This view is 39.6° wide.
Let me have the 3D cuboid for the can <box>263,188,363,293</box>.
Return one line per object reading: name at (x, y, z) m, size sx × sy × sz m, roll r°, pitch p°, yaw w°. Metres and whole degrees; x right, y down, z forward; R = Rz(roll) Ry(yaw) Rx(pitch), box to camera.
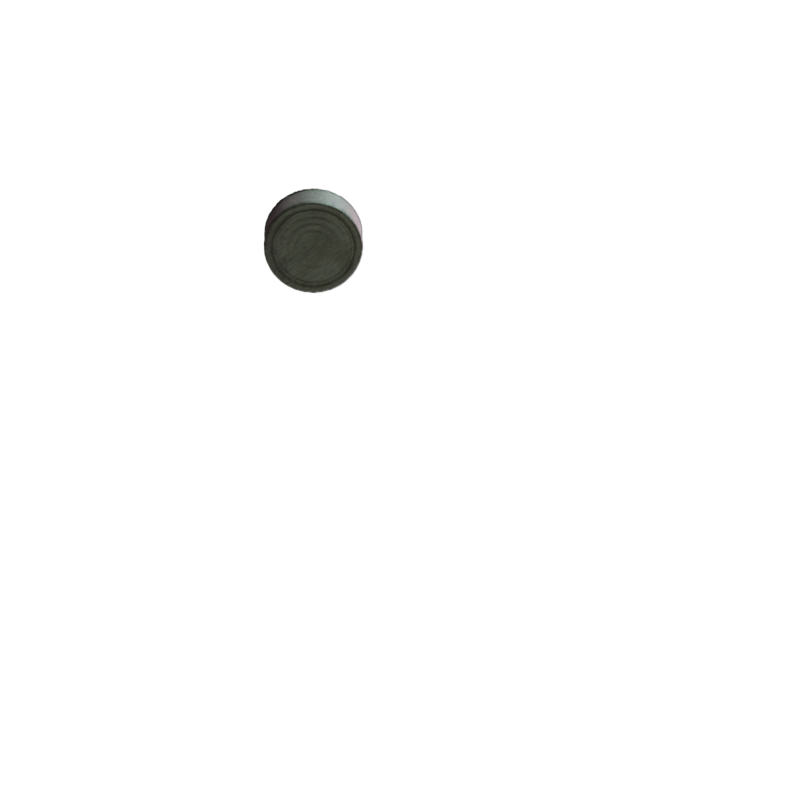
can at (-0.074, -0.136, 0.950) m, size 0.086 × 0.081 × 0.035 m, roll 1°, pitch 25°, yaw -1°
